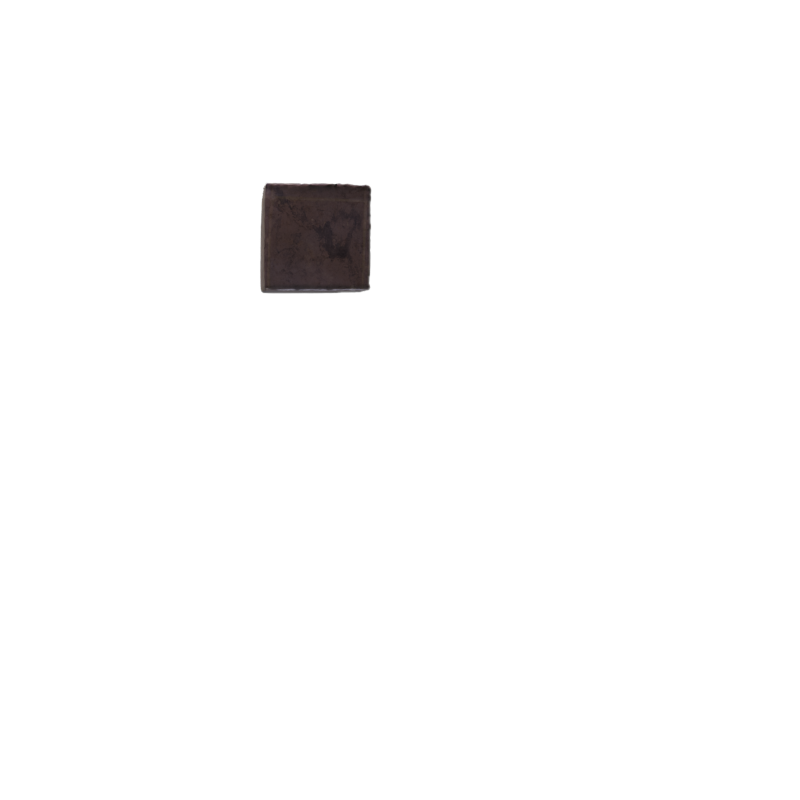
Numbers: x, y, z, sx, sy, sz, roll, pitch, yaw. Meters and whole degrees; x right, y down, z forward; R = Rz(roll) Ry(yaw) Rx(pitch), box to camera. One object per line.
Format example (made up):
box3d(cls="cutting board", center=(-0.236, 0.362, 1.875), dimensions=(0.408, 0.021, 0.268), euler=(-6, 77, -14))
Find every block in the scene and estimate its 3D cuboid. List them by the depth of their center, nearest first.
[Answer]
box3d(cls="block", center=(-0.044, -0.080, 0.563), dimensions=(0.052, 0.051, 0.078), euler=(0, 2, -7))
